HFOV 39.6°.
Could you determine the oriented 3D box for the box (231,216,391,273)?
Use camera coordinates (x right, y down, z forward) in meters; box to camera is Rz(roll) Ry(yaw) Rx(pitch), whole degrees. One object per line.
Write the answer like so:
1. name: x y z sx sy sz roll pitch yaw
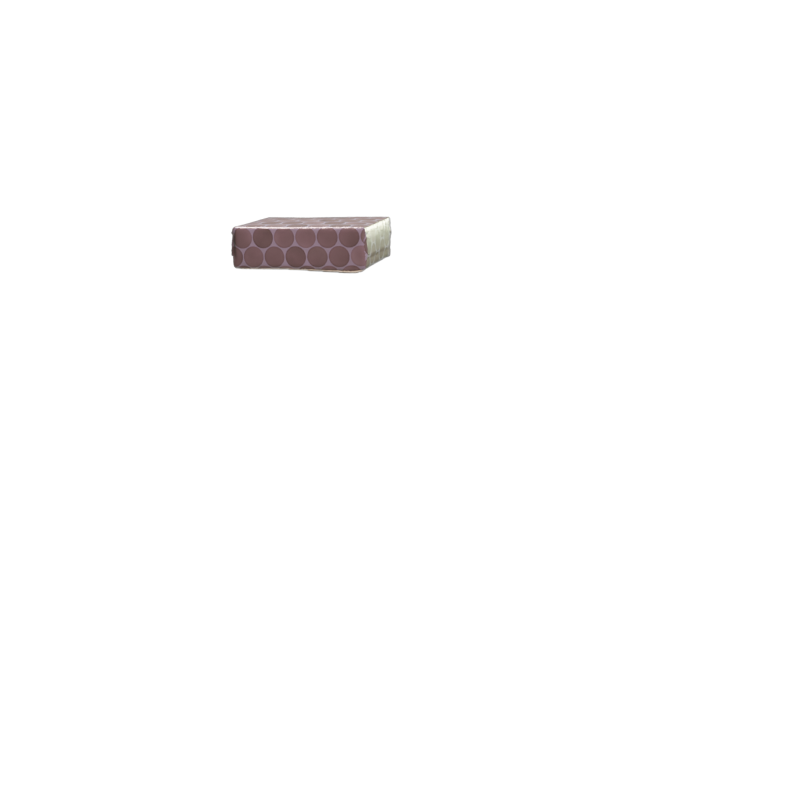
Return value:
1. box: -0.072 -0.130 0.913 0.116 0.038 0.090 4 15 15
